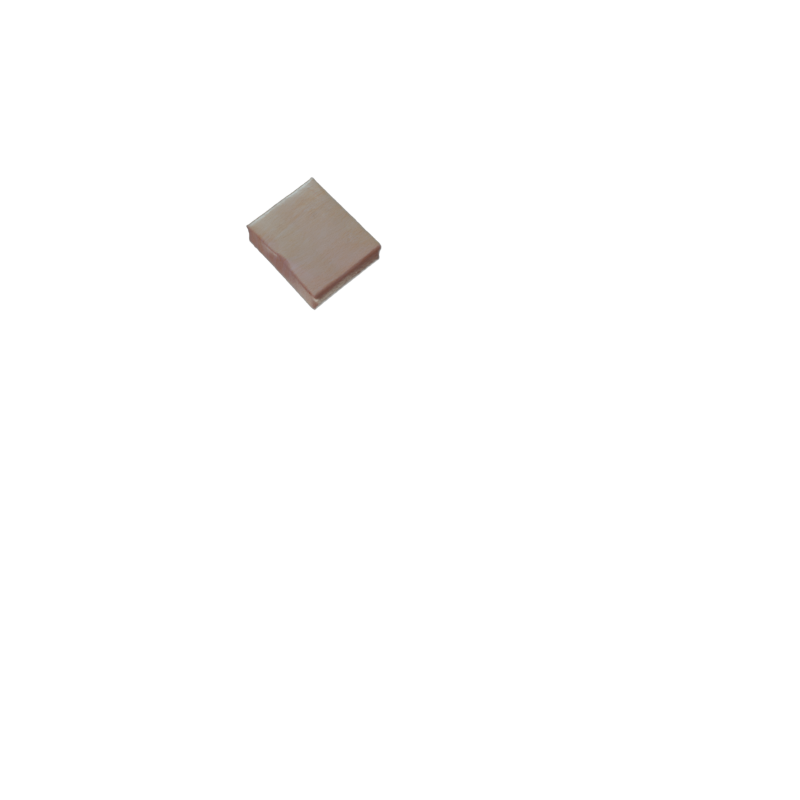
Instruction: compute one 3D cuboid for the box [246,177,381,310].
[{"bbox_3d":[-0.072,-0.131,0.918,0.074,0.094,0.028,-38,-19,-17],"label":"box"}]
